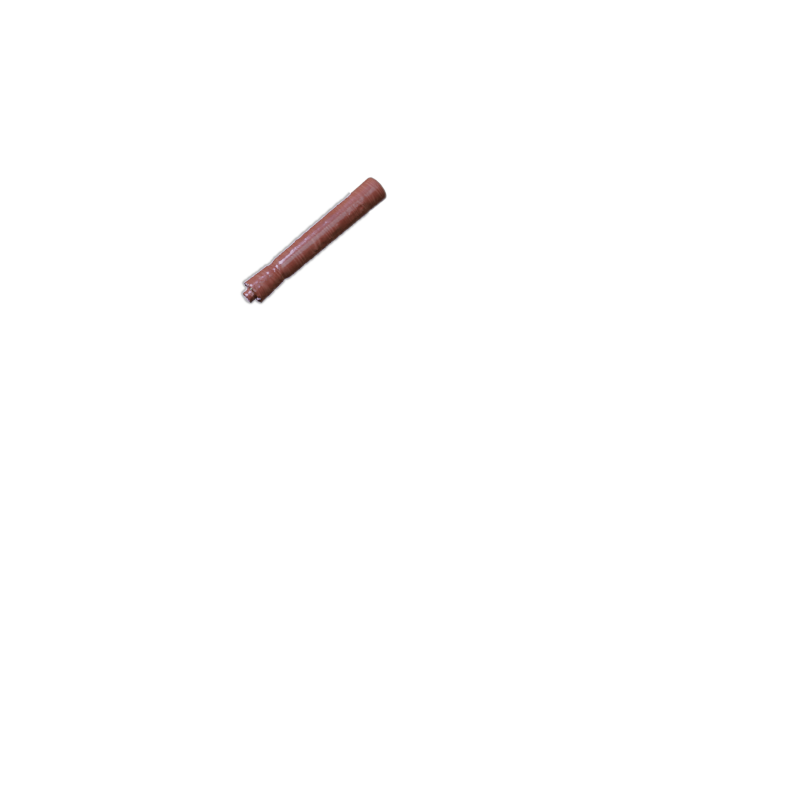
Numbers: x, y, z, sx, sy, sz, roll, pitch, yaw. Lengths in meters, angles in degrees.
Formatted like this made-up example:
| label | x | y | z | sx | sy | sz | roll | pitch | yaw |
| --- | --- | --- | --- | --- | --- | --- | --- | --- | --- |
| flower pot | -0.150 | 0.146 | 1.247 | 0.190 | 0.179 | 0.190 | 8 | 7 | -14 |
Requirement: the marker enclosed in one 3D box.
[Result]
| label | x | y | z | sx | sy | sz | roll | pitch | yaw |
| --- | --- | --- | --- | --- | --- | --- | --- | --- | --- |
| marker | -0.059 | -0.107 | 0.751 | 0.122 | 0.019 | 0.020 | -42 | 17 | -14 |
